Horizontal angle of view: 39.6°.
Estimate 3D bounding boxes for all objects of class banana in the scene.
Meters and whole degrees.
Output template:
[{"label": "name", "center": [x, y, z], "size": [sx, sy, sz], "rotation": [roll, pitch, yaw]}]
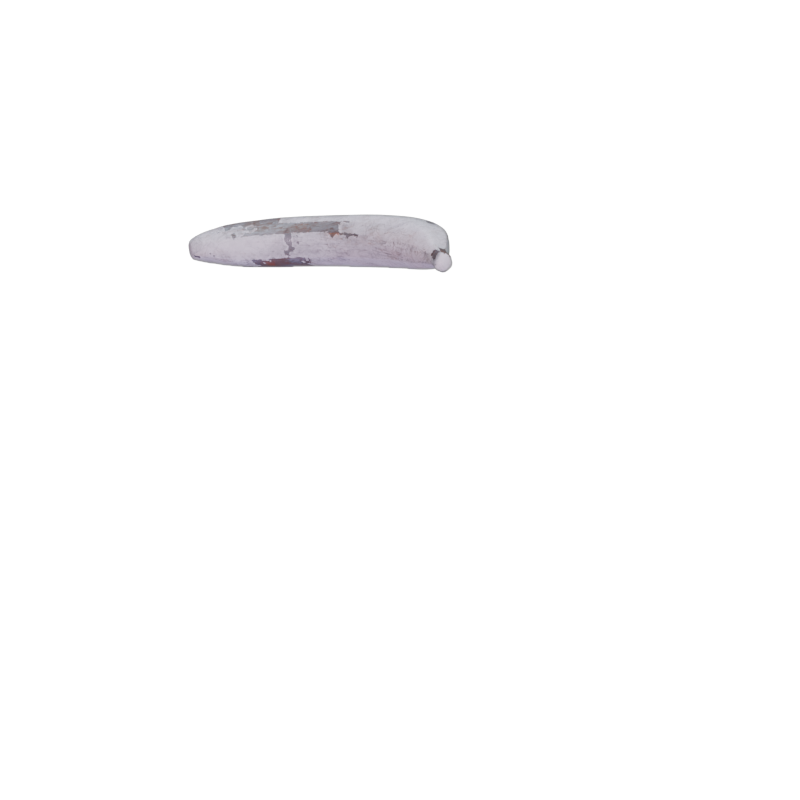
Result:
[{"label": "banana", "center": [-0.047, -0.108, 0.754], "size": [0.205, 0.036, 0.068], "rotation": [4, 8, 27]}]
